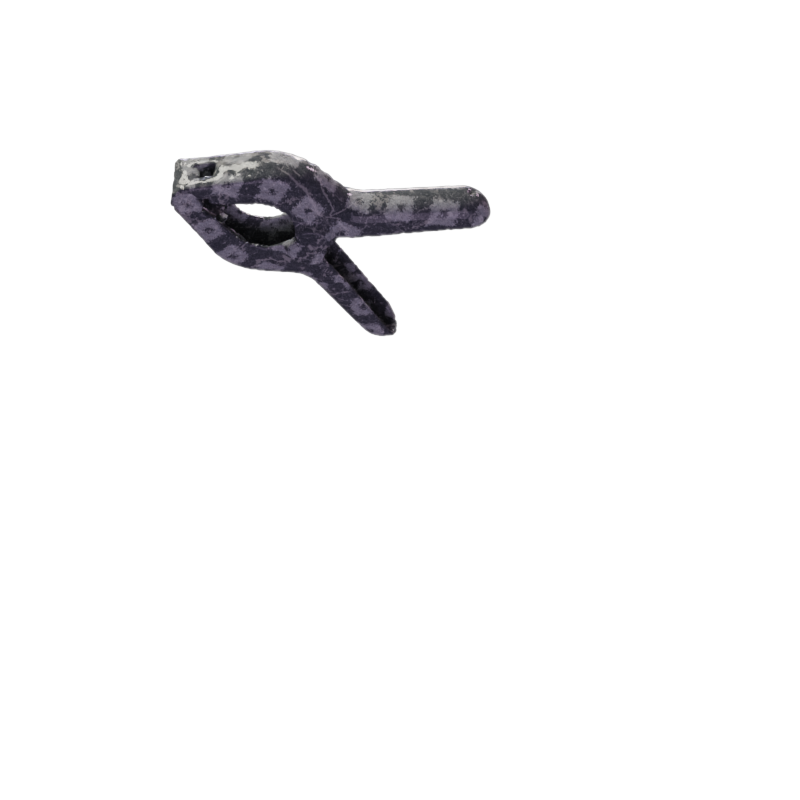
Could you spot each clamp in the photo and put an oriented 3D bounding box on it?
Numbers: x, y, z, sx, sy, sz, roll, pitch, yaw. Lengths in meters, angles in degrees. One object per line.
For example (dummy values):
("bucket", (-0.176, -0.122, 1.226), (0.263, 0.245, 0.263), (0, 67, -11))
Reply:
("clamp", (-0.049, -0.089, 0.624), (0.168, 0.114, 0.042), (13, 41, -12))
